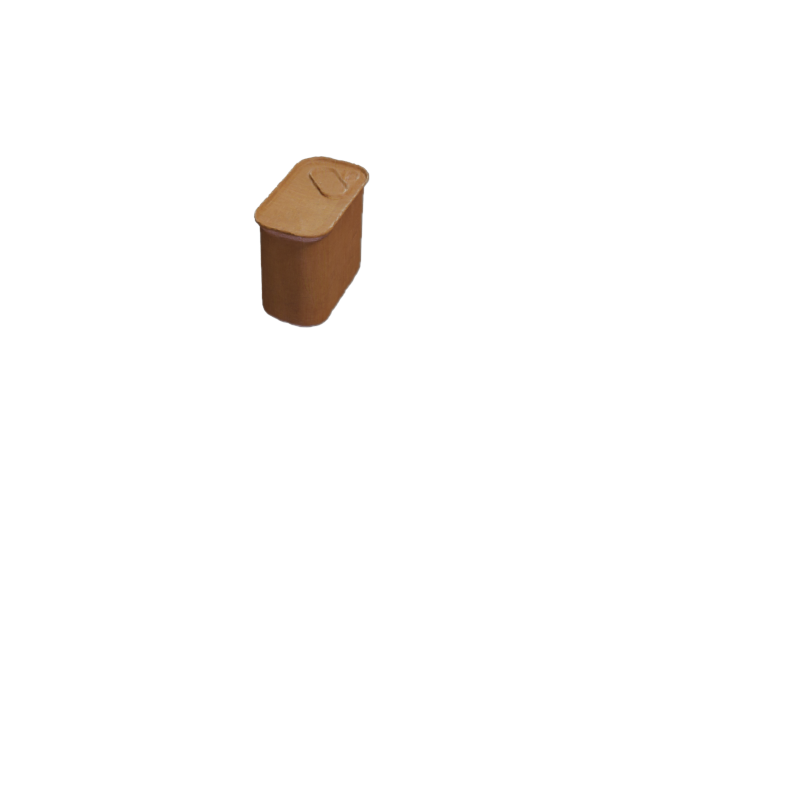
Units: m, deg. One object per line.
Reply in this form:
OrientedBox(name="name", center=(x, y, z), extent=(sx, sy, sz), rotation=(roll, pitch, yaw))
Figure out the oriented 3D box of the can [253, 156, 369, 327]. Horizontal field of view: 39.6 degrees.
OrientedBox(name="can", center=(-0.063, -0.115, 0.806), extent=(0.059, 0.078, 0.106), rotation=(14, 41, 15))
